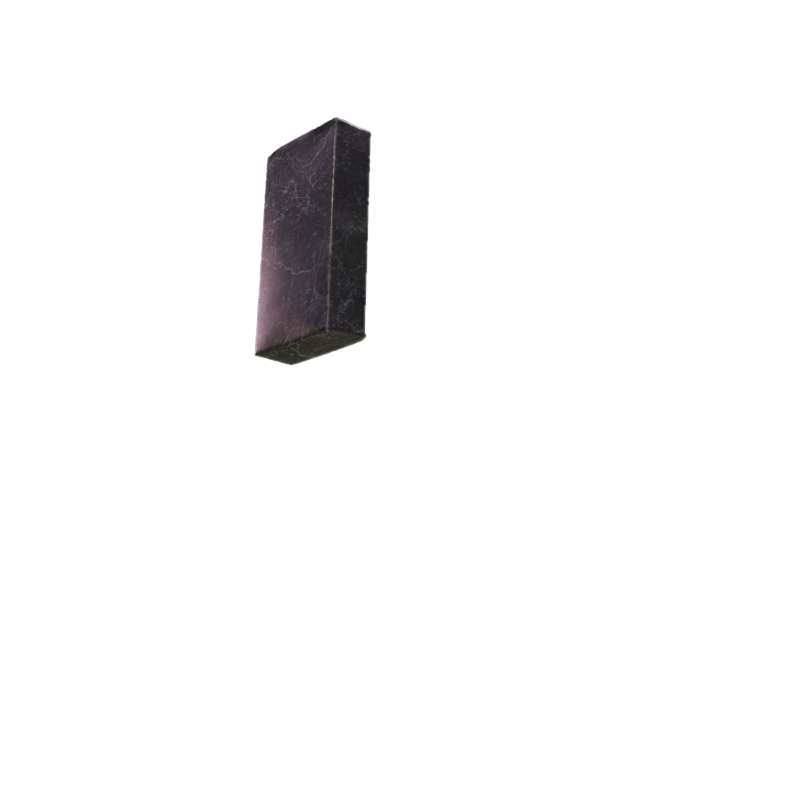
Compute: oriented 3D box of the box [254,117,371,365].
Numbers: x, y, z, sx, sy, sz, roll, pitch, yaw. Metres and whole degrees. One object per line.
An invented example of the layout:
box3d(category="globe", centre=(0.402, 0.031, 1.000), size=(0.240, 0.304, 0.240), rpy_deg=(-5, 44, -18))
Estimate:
box3d(category="box", centre=(-0.068, -0.124, 0.869), size=(0.045, 0.185, 0.094), rpy_deg=(16, -26, -40))
